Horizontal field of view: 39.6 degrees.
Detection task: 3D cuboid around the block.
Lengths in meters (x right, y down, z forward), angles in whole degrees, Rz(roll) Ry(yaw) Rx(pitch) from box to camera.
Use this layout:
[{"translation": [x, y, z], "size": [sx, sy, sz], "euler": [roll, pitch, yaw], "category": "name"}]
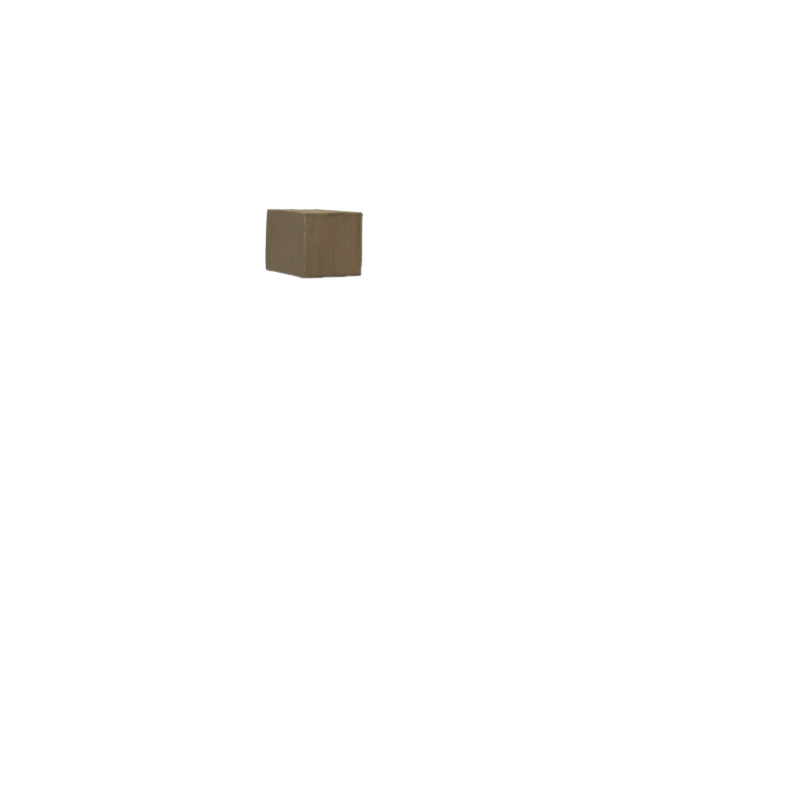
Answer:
[{"translation": [-0.069, -0.127, 0.887], "size": [0.051, 0.050, 0.081], "euler": [-4, 10, -28], "category": "block"}]
